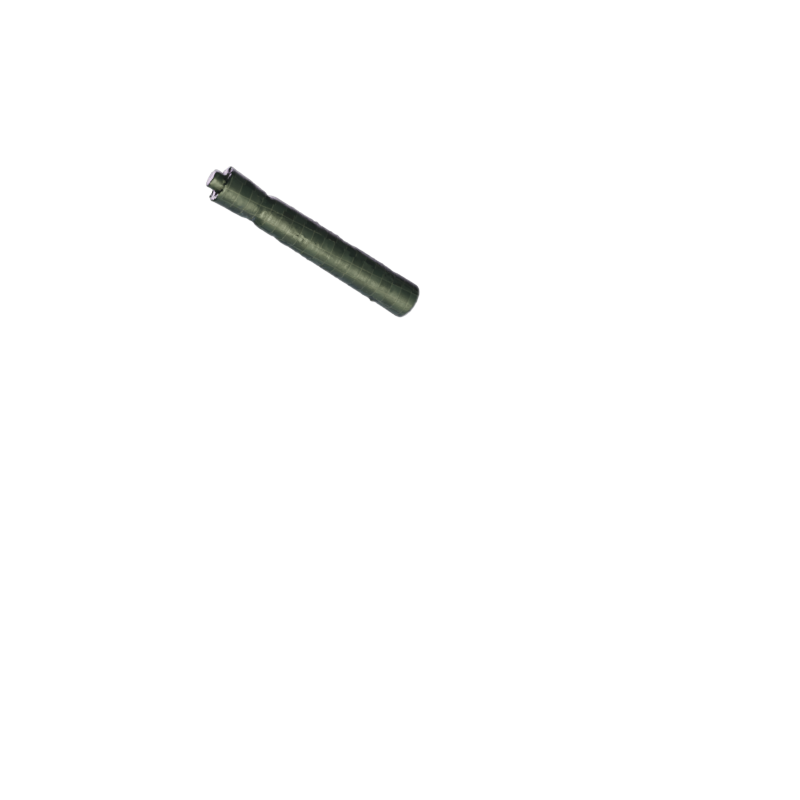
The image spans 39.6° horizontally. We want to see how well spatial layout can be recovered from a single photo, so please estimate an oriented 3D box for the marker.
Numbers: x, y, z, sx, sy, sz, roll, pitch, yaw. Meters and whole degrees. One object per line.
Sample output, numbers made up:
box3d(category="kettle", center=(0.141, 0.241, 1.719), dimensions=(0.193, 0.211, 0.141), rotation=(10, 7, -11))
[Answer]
box3d(category="marker", center=(-0.042, -0.077, 0.538), dimensions=(0.115, 0.020, 0.020), rotation=(30, -9, -21))
